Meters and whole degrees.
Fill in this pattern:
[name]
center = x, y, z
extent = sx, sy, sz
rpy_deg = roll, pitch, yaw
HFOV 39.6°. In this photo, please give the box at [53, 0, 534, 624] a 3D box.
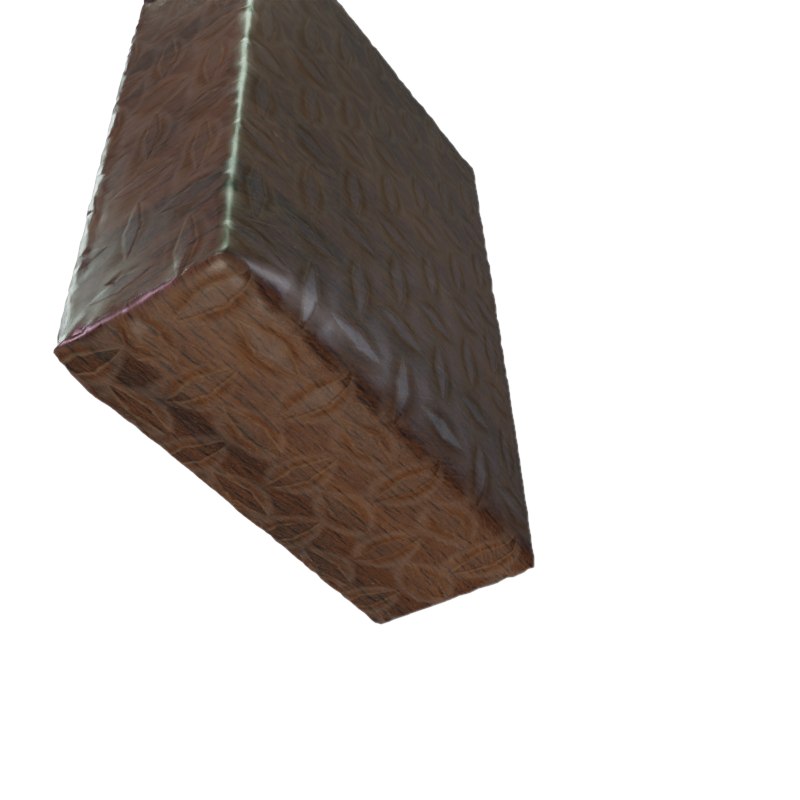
[box]
center = -0.032, -0.057, 0.403
extent = 0.072, 0.230, 0.153
rpy_deg = -28, -51, 22
